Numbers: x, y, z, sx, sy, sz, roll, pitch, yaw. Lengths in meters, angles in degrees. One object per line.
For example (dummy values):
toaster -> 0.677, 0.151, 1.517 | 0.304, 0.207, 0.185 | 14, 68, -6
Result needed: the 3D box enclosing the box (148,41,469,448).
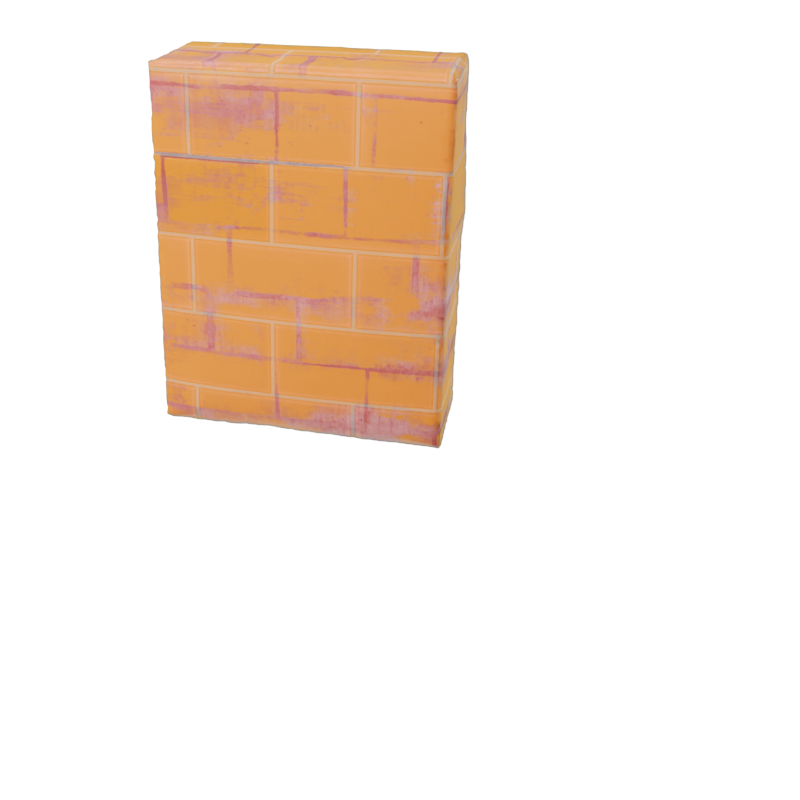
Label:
box -> -0.049, -0.089, 0.625 | 0.167, 0.204, 0.074 | 6, 23, 11
